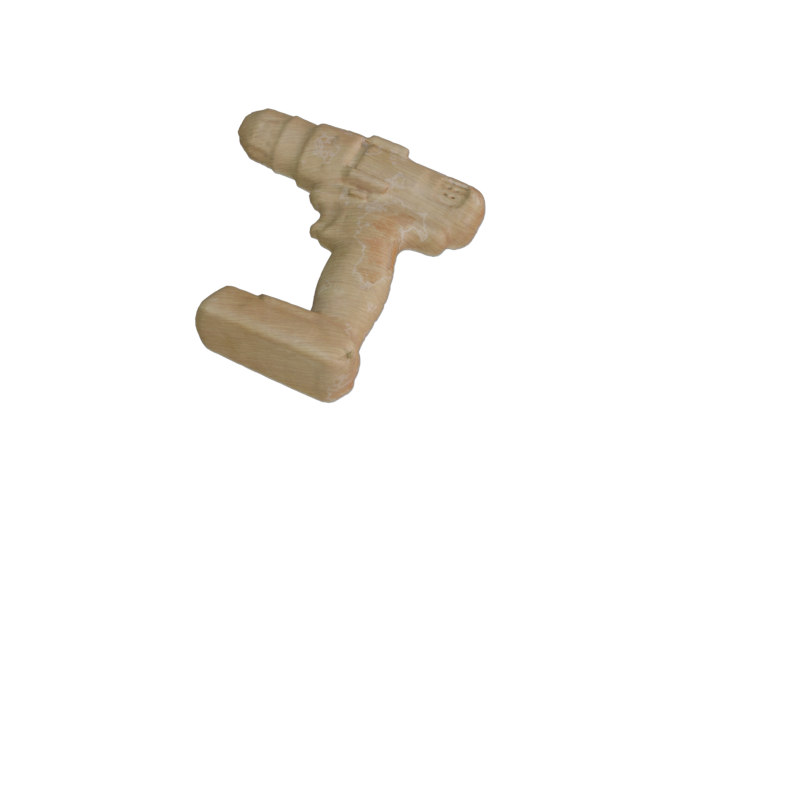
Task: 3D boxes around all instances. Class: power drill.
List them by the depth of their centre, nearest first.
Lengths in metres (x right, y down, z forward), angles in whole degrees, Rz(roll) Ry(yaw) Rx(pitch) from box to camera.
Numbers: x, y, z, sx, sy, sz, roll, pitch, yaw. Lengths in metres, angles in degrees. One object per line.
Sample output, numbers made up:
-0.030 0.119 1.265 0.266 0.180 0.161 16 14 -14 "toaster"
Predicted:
-0.057 -0.105 0.734 0.190 0.194 0.054 22 -31 14 "power drill"
